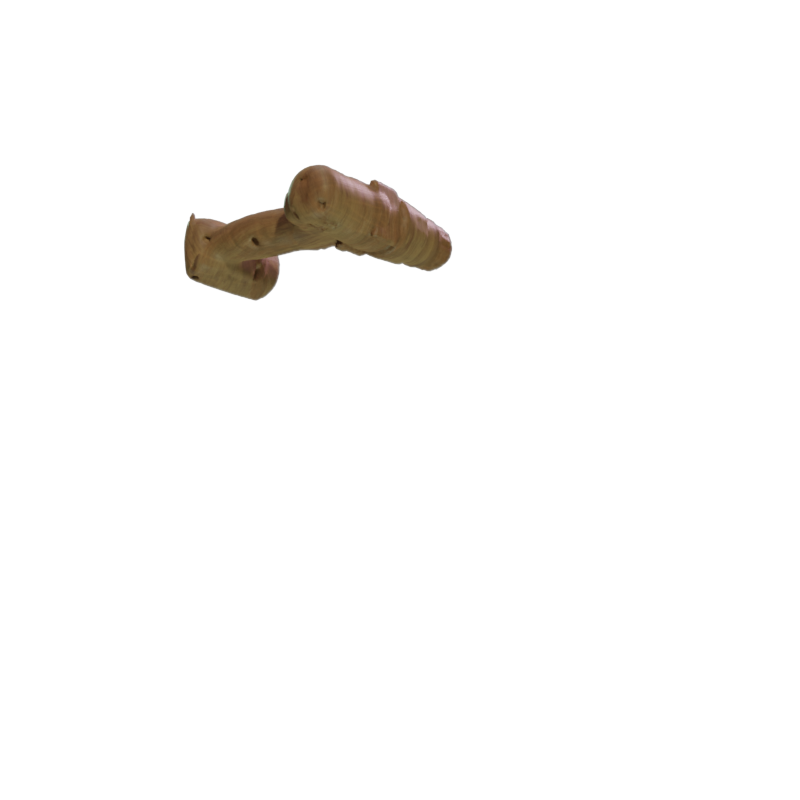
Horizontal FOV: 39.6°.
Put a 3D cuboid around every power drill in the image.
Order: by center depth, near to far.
[{"bbox_3d":[-0.073,-0.132,0.928,0.191,0.060,0.173,-13,-21,36],"label":"power drill"}]
